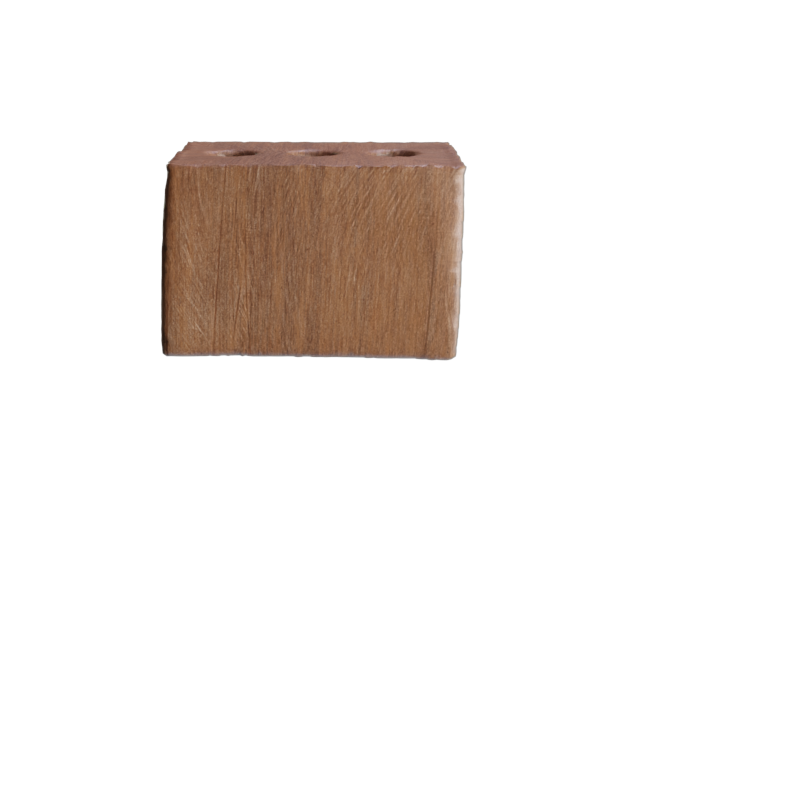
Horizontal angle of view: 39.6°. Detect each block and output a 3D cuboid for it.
[{"bbox_3d":[-0.024,-0.044,0.306,0.078,0.049,0.055,0,17,0],"label":"block"}]
